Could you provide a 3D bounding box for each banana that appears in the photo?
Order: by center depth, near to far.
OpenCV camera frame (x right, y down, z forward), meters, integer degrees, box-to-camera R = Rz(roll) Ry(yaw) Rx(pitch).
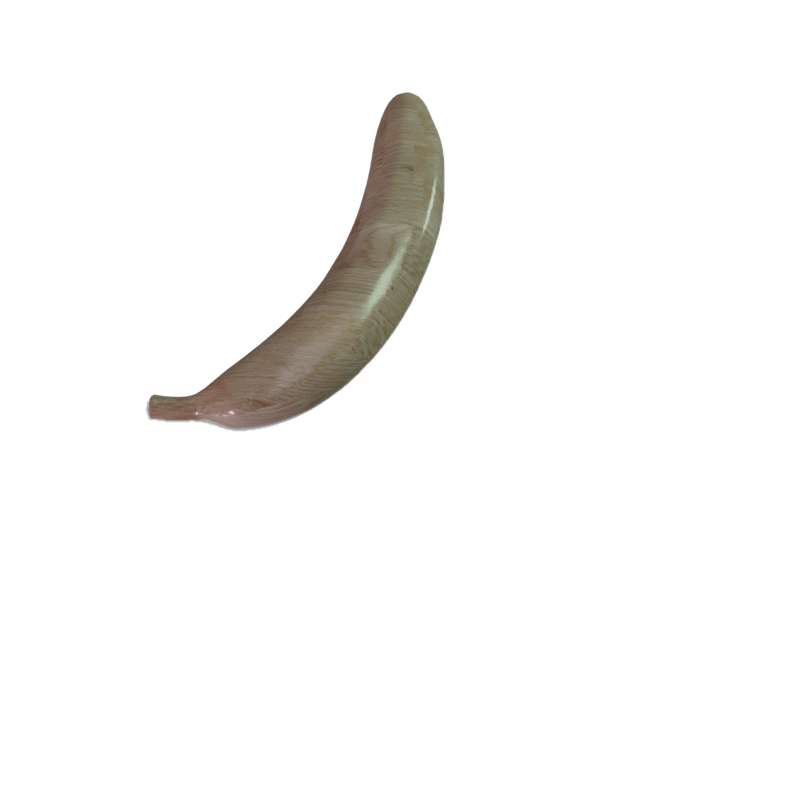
[{"bbox_3d":[-0.025,-0.057,0.484,0.072,0.202,0.035,31,-23,13],"label":"banana"}]
